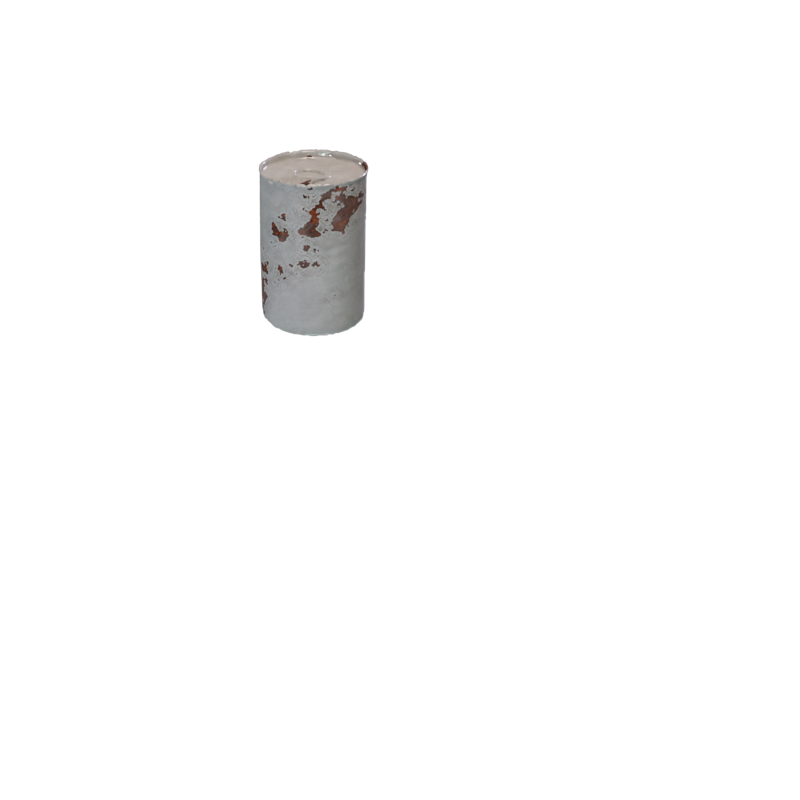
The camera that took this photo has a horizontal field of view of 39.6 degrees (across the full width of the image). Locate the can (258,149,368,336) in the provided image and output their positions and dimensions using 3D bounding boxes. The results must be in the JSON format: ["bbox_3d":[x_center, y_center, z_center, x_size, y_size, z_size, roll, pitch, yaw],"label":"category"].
[{"bbox_3d":[-0.055,-0.101,0.705,0.068,0.097,0.072,0,26,-2],"label":"can"}]
